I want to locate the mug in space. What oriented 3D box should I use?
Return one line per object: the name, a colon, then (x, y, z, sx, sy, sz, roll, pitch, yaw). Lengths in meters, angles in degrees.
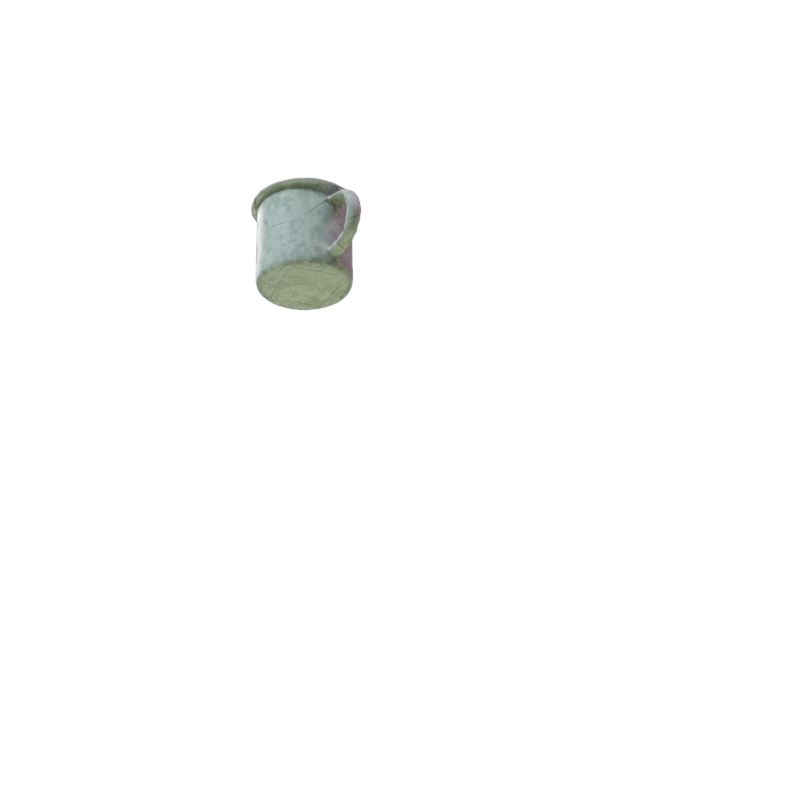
mug: (-0.073, -0.133, 0.934, 0.088, 0.087, 0.117, 23, -37, -36)
